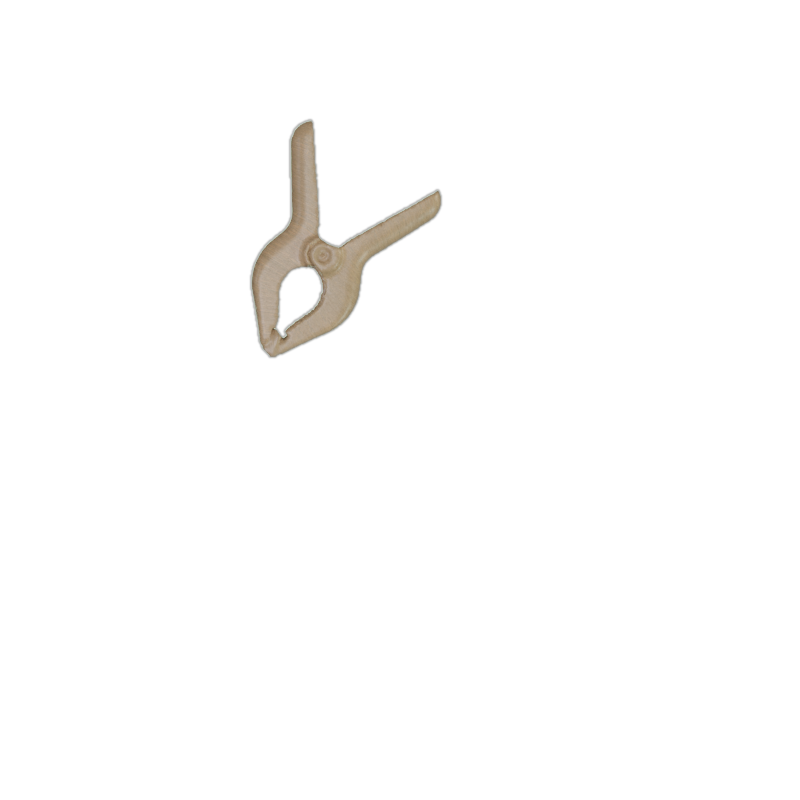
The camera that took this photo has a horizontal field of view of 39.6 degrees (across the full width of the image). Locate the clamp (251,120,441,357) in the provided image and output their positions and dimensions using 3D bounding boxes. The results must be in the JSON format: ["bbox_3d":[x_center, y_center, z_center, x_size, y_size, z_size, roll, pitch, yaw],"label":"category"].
[{"bbox_3d":[-0.063,-0.115,0.809,0.122,0.173,0.038,36,-7,5],"label":"clamp"}]
